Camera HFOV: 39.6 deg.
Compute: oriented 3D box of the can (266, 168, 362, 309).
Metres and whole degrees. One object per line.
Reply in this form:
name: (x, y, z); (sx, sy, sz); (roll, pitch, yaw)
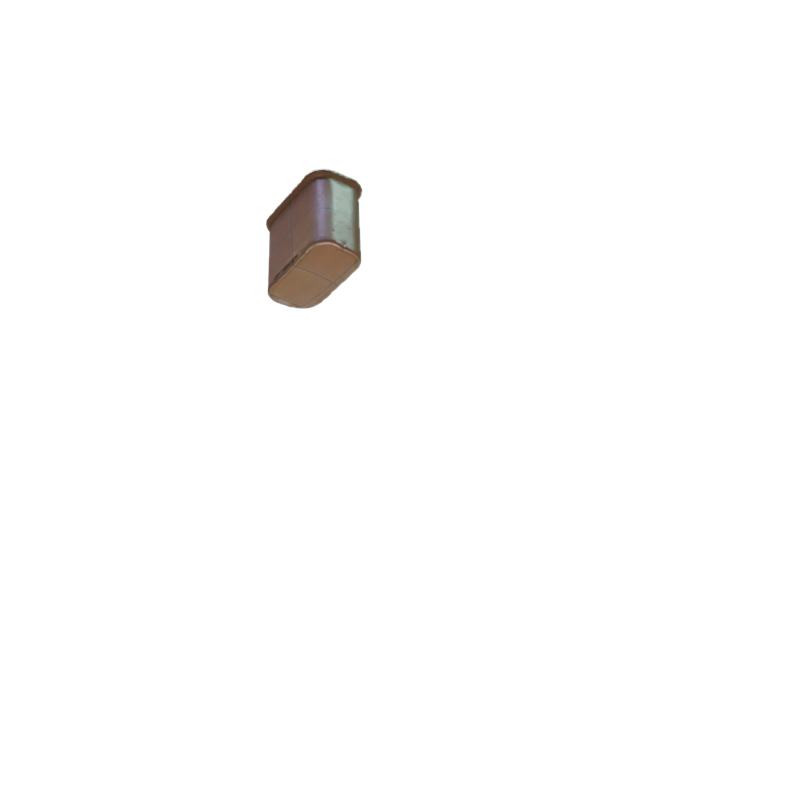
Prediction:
can: (-0.077, -0.141, 0.987); (0.055, 0.090, 0.100); (21, -42, -28)
